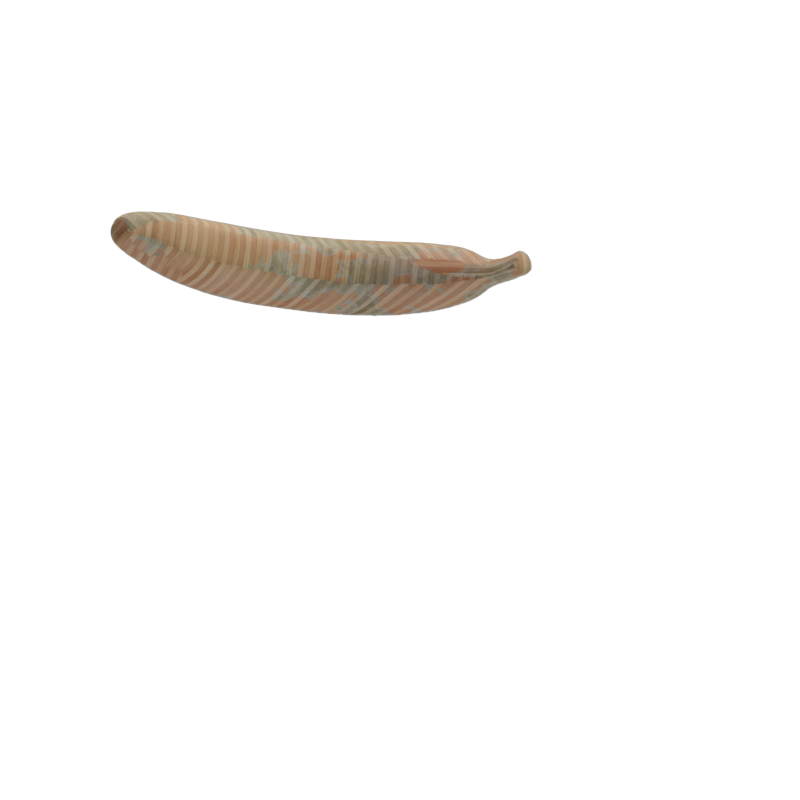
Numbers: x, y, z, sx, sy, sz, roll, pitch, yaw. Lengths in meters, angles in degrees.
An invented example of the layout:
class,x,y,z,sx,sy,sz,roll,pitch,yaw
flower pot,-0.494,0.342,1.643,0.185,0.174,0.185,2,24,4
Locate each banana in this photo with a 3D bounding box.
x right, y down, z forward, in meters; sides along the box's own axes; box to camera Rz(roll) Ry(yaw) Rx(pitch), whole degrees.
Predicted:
class,x,y,z,sx,sy,sz,roll,pitch,yaw
banana,-0.041,-0.068,0.546,0.196,0.039,0.066,3,-25,-6
